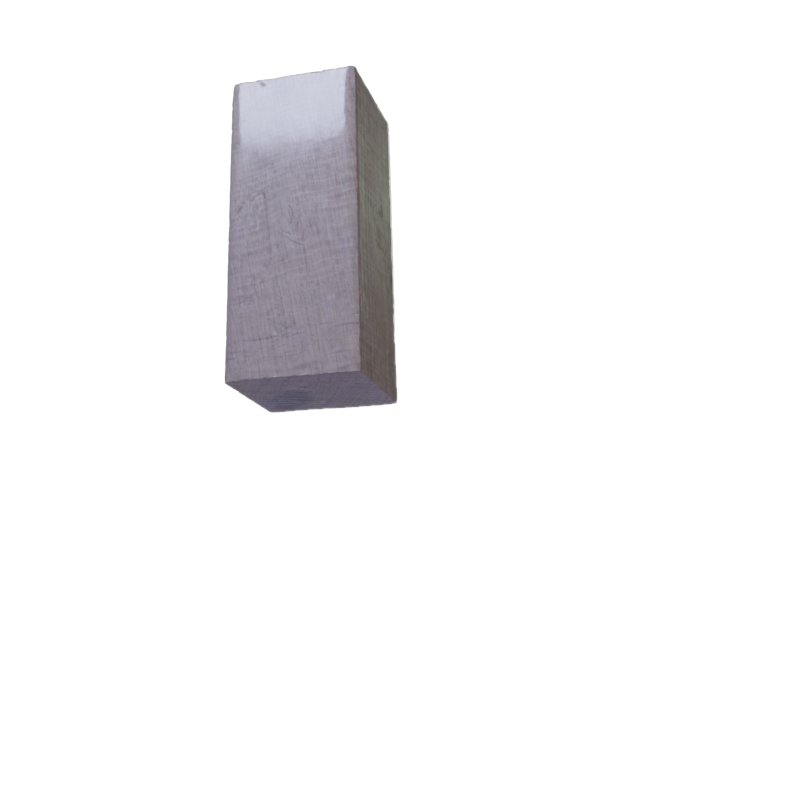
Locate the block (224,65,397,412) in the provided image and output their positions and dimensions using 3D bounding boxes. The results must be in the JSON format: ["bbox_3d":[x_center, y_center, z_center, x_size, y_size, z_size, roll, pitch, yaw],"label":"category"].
[{"bbox_3d":[-0.058,-0.105,0.737,0.091,0.216,0.085,-7,-20,14],"label":"block"}]
